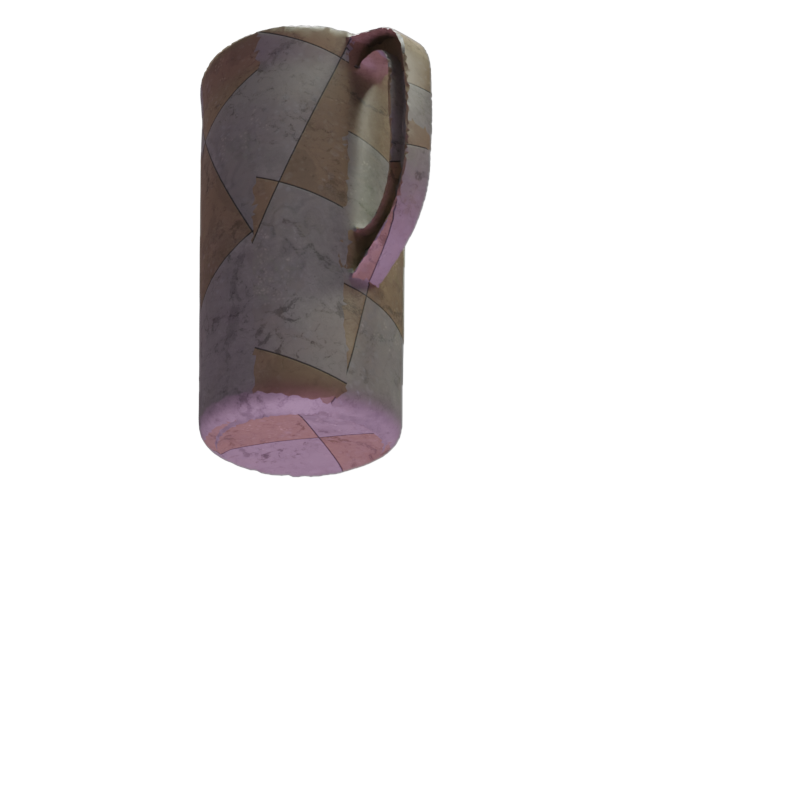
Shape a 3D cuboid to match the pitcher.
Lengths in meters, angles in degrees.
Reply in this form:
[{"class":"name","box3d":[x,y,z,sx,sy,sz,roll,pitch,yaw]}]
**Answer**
[{"class":"pitcher","box3d":[-0.050,-0.091,0.636,0.146,0.259,0.139,-4,-29,3]}]
